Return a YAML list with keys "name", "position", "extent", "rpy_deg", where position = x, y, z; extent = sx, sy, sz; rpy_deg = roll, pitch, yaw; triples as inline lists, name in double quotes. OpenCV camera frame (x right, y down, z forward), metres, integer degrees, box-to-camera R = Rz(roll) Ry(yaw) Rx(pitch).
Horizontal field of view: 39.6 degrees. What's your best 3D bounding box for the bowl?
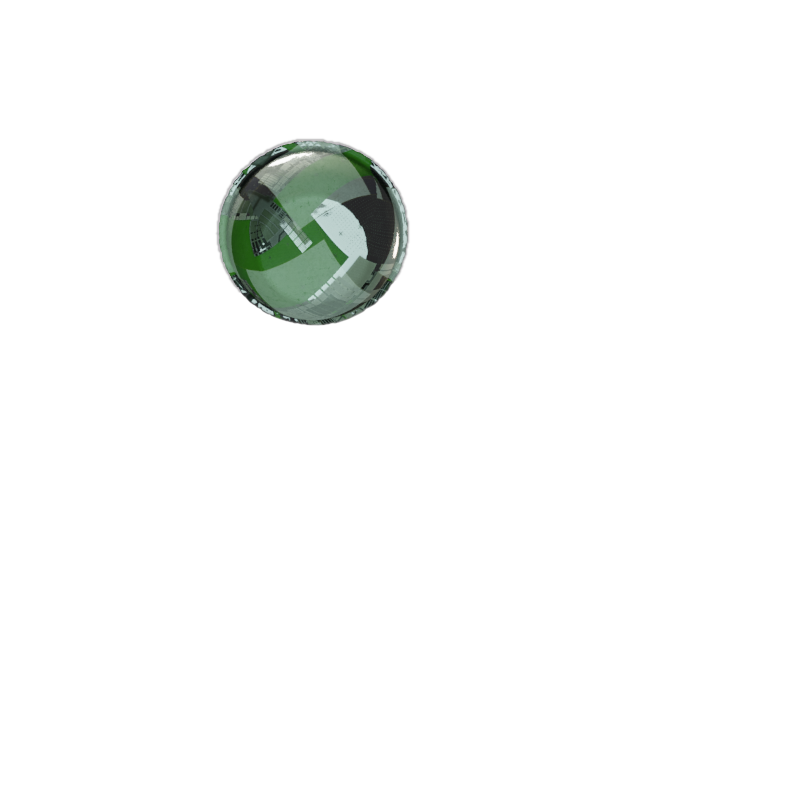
- name: "bowl"
  position: [-0.072, -0.131, 0.914]
  extent: [0.162, 0.156, 0.057]
  rpy_deg: [0, 16, -1]
